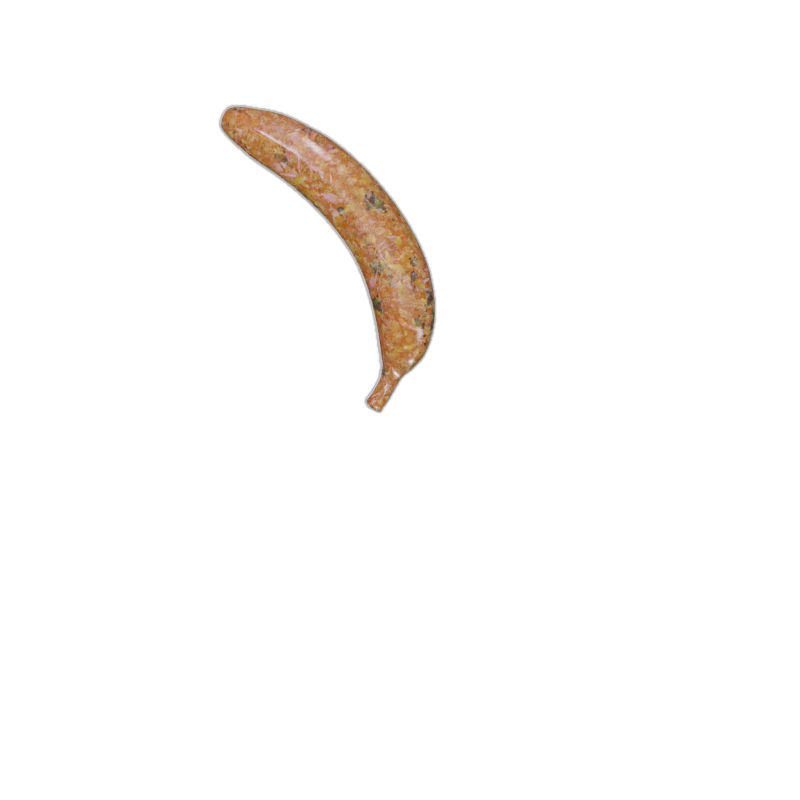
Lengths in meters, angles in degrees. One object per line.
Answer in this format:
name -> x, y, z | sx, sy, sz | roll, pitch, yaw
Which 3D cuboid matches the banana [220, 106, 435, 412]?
banana -> -0.032, -0.096, 0.635 | 0.069, 0.203, 0.036 | -27, -10, -5
